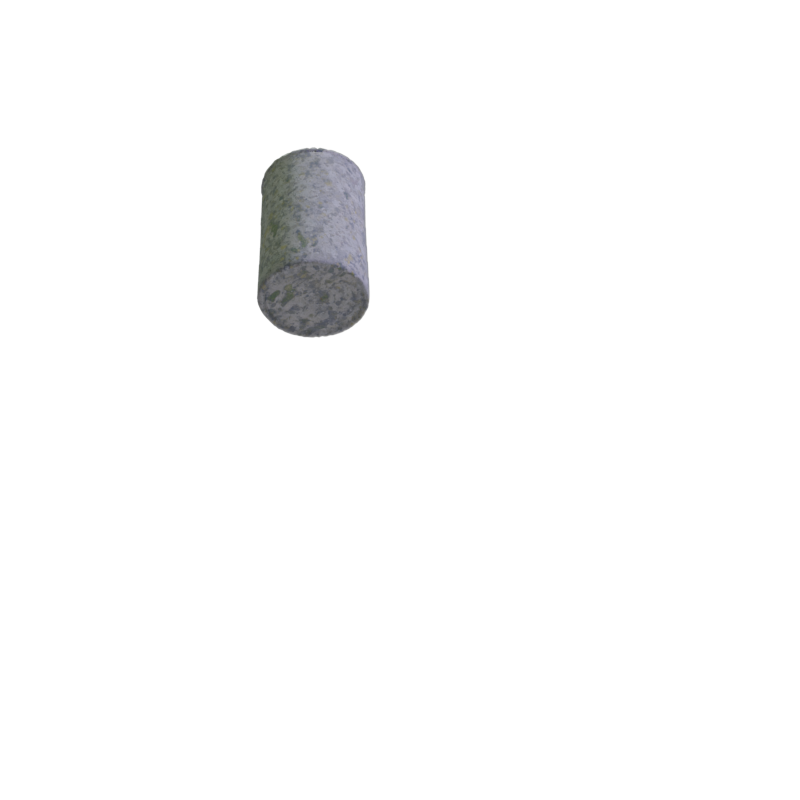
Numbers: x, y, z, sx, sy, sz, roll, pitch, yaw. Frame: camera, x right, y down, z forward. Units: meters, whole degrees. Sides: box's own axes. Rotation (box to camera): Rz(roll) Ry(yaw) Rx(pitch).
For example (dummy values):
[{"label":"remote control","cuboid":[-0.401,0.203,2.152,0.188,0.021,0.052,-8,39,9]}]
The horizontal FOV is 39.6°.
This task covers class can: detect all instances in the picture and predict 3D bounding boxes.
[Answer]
[{"label":"can","cuboid":[-0.054,-0.098,0.686,0.068,0.110,0.064,-1,-42,-3]}]
